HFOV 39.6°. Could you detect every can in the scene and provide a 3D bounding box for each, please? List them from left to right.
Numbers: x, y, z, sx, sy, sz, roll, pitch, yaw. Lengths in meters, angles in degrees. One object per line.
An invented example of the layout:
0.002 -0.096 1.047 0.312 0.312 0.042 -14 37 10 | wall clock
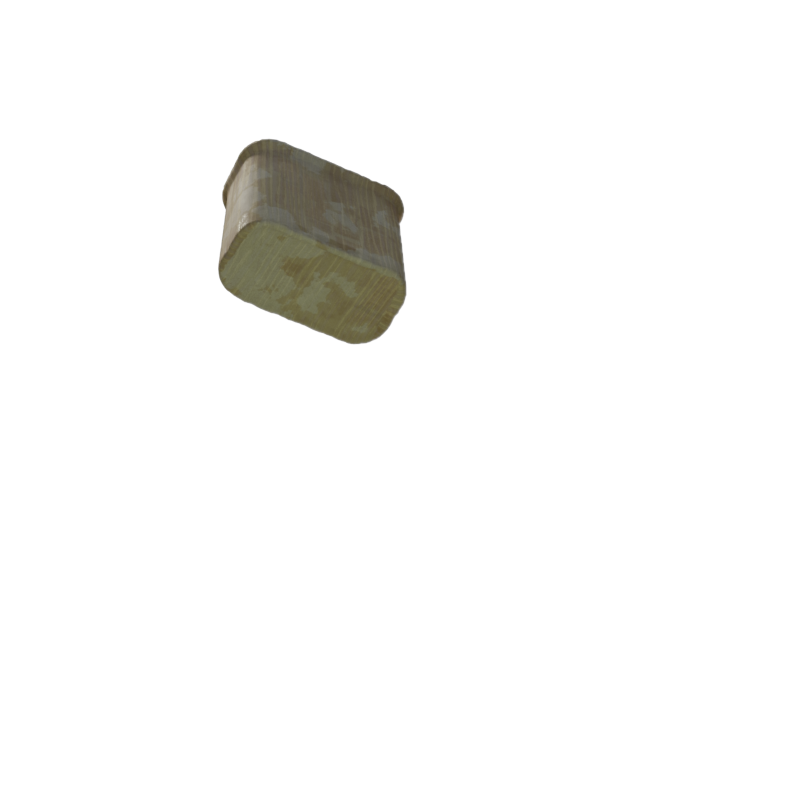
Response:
-0.047 -0.086 0.600 0.099 0.055 0.090 21 34 -16 | can
